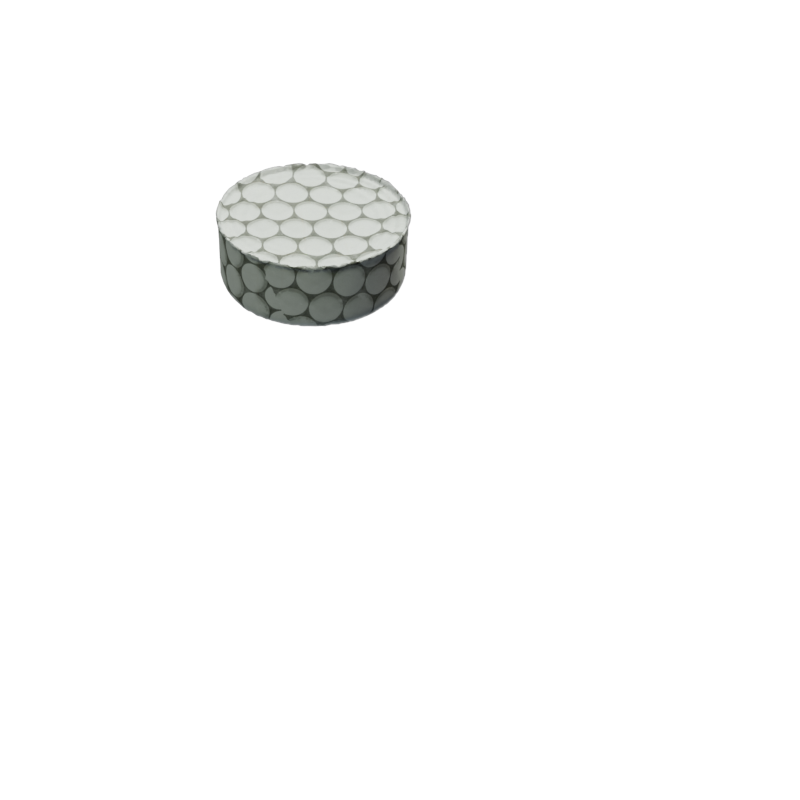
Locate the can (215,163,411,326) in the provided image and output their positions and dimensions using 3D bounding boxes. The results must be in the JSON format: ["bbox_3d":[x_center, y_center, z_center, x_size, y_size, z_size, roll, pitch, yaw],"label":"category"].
[{"bbox_3d":[-0.039,-0.071,0.497,0.086,0.031,0.092,-1,39,-2],"label":"can"}]
